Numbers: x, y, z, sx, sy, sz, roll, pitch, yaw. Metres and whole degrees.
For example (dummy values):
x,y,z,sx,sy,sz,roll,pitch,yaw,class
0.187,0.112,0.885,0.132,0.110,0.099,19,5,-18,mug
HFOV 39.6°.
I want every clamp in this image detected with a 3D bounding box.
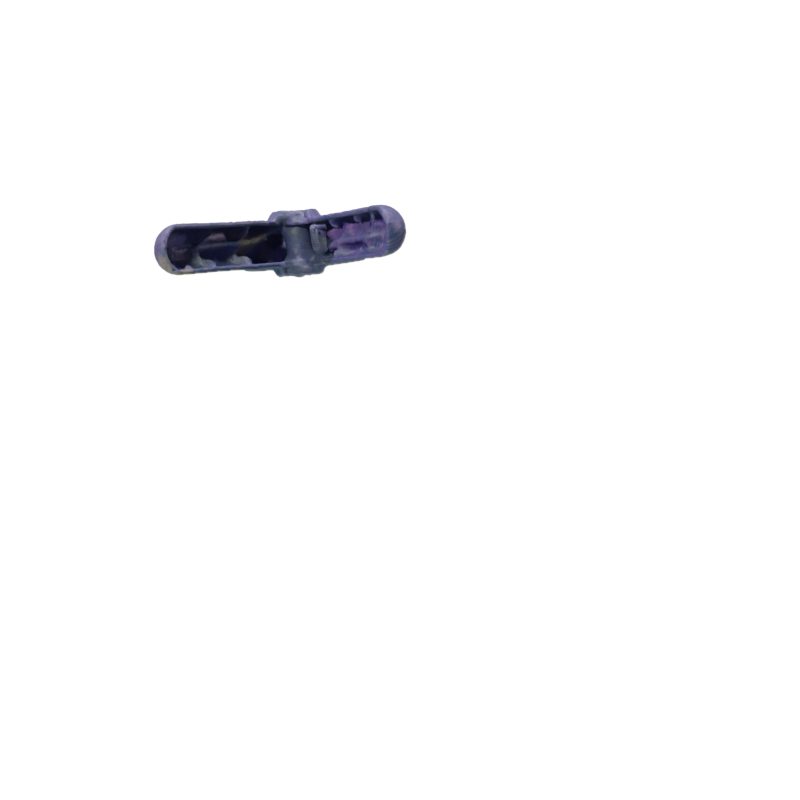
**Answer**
x,y,z,sx,sy,sz,roll,pitch,yaw,class
-0.046,-0.085,0.593,0.122,0.039,0.171,2,10,12,clamp
